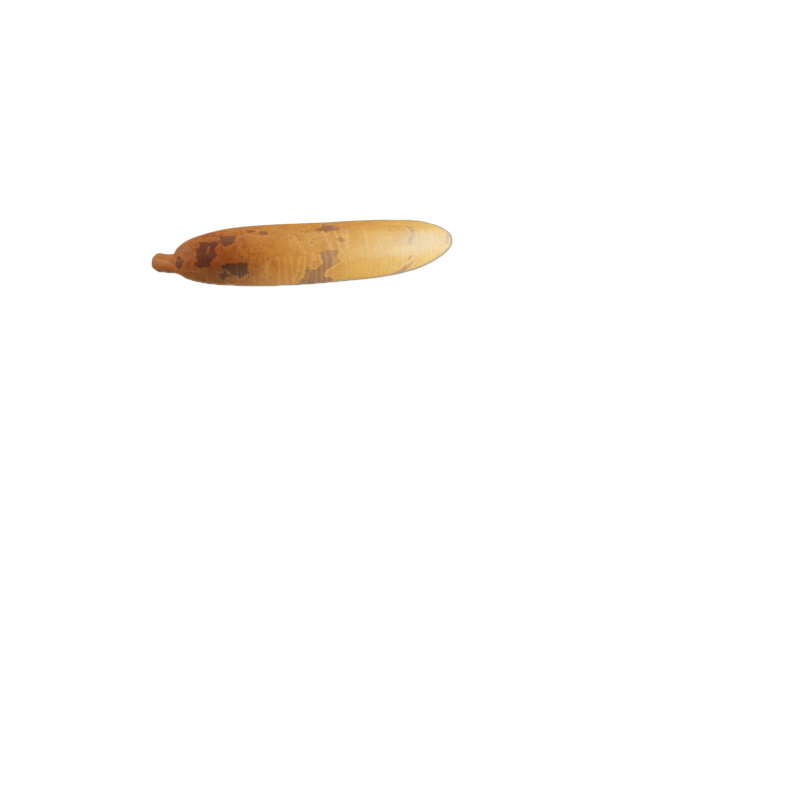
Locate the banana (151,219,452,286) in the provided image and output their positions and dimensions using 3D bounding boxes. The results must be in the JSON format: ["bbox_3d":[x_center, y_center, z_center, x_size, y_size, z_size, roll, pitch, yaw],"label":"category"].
[{"bbox_3d":[-0.055,-0.095,0.693,0.195,0.035,0.073,-4,19,-11],"label":"banana"}]
